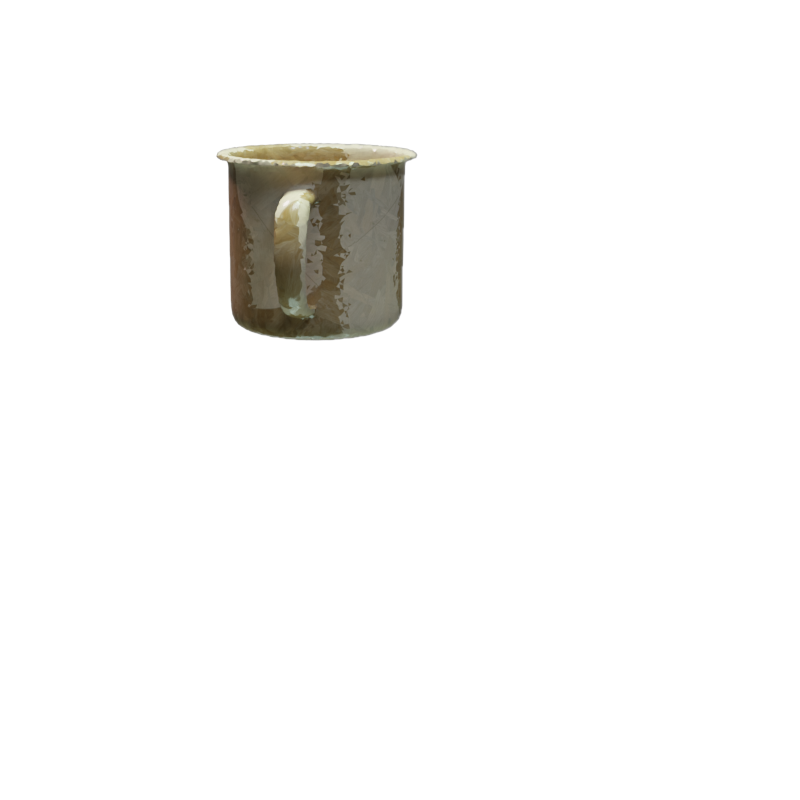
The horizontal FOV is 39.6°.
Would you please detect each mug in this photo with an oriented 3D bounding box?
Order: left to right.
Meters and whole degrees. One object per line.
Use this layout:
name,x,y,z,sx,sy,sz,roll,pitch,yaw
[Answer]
mug,-0.040,-0.073,0.510,0.094,0.079,0.120,1,15,4
